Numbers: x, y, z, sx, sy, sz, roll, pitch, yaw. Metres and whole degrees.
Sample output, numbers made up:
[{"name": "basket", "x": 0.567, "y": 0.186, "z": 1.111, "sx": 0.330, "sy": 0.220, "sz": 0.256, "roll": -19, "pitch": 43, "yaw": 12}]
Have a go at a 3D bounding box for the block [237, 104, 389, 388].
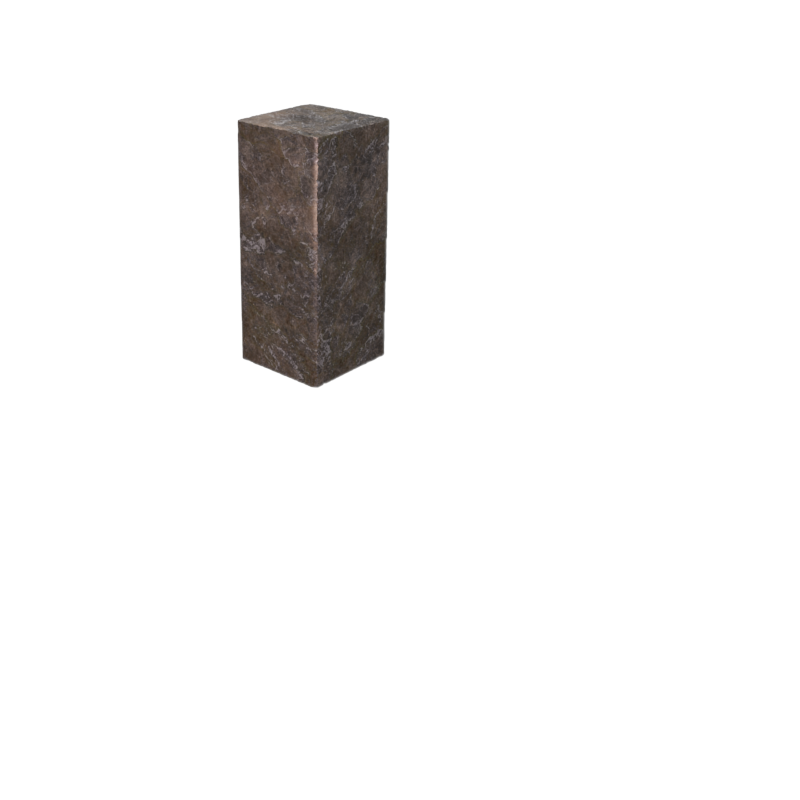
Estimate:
[{"name": "block", "x": -0.072, "y": -0.130, "z": 0.912, "sx": 0.095, "sy": 0.197, "sz": 0.090, "roll": 18, "pitch": 27, "yaw": 36}]
